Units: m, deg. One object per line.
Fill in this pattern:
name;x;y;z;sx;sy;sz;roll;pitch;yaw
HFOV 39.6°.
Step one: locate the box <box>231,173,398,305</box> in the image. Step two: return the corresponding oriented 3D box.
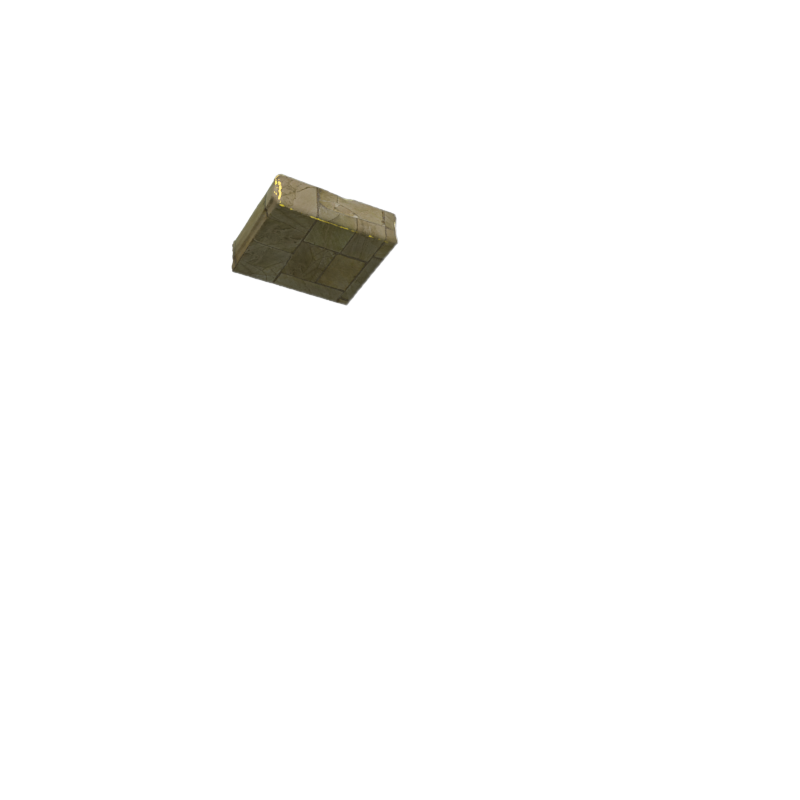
box;-0.057;-0.104;0.731;0.086;0.032;0.071;17;-41;-21
